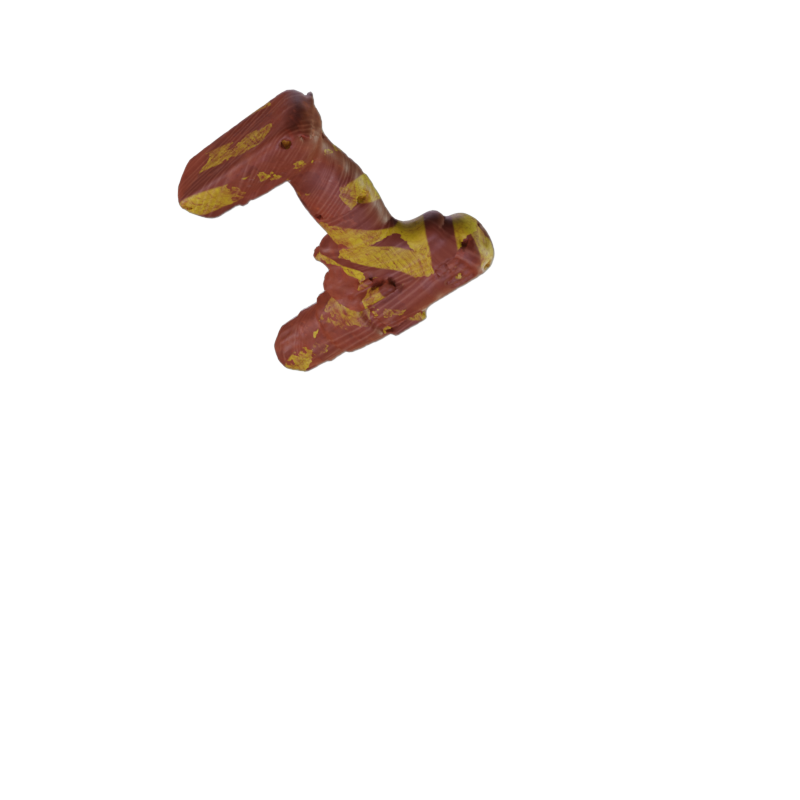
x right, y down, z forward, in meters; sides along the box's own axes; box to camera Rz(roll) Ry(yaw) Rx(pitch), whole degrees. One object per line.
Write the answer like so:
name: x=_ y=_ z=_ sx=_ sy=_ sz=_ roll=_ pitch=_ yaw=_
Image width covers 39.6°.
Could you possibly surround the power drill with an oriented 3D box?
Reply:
power drill: x=-0.059 y=-0.107 z=0.748 sx=0.183 sy=0.062 sz=0.175 roll=-31 pitch=-53 yaw=26
